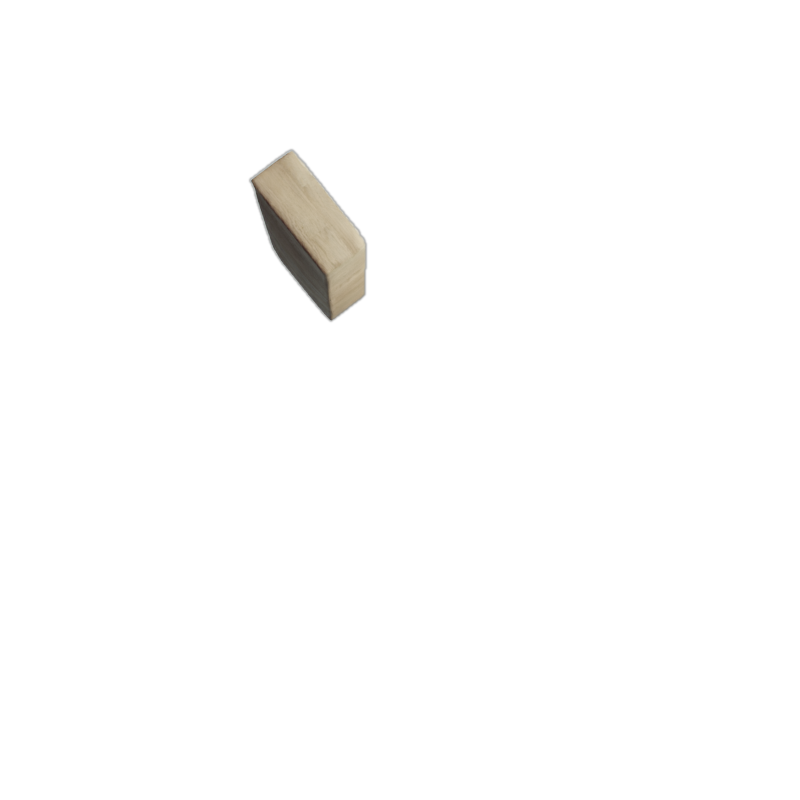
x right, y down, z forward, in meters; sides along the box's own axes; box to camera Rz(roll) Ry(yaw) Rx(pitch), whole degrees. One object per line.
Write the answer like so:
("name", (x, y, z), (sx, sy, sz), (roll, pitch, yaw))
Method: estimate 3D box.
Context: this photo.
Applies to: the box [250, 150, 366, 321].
("box", (-0.068, -0.125, 0.877), (0.048, 0.096, 0.171), (-37, -6, -8))
